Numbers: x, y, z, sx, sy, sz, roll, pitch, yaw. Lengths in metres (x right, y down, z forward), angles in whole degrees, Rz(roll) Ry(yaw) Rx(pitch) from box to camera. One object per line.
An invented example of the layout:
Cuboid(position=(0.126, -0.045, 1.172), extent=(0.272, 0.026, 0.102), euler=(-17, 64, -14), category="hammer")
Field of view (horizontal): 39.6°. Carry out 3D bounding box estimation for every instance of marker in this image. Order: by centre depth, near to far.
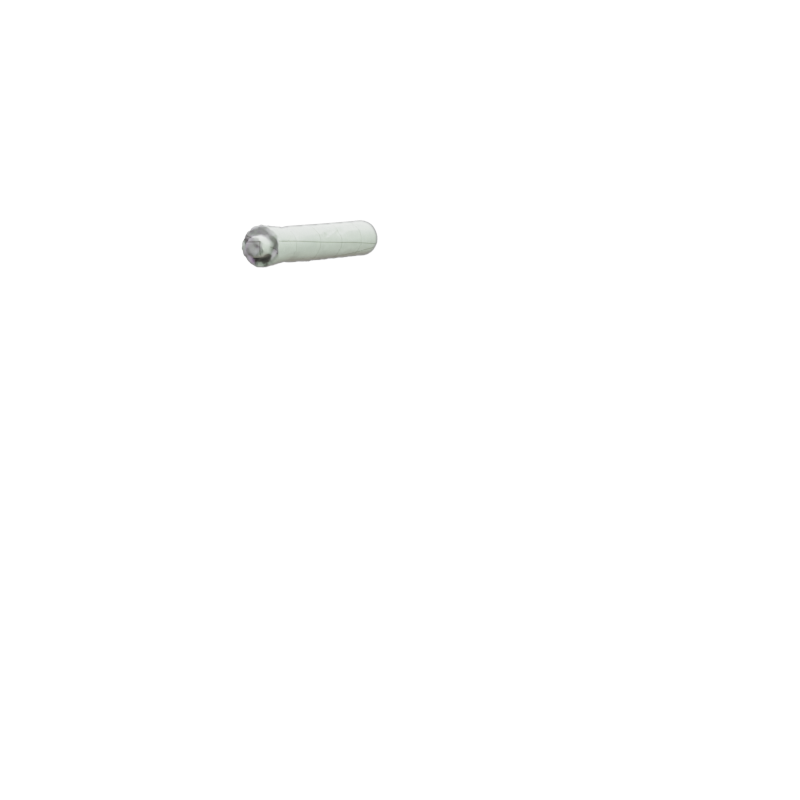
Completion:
Cuboid(position=(-0.042, -0.077, 0.536), extent=(0.020, 0.019, 0.119), euler=(2, 10, 22), category="marker")
